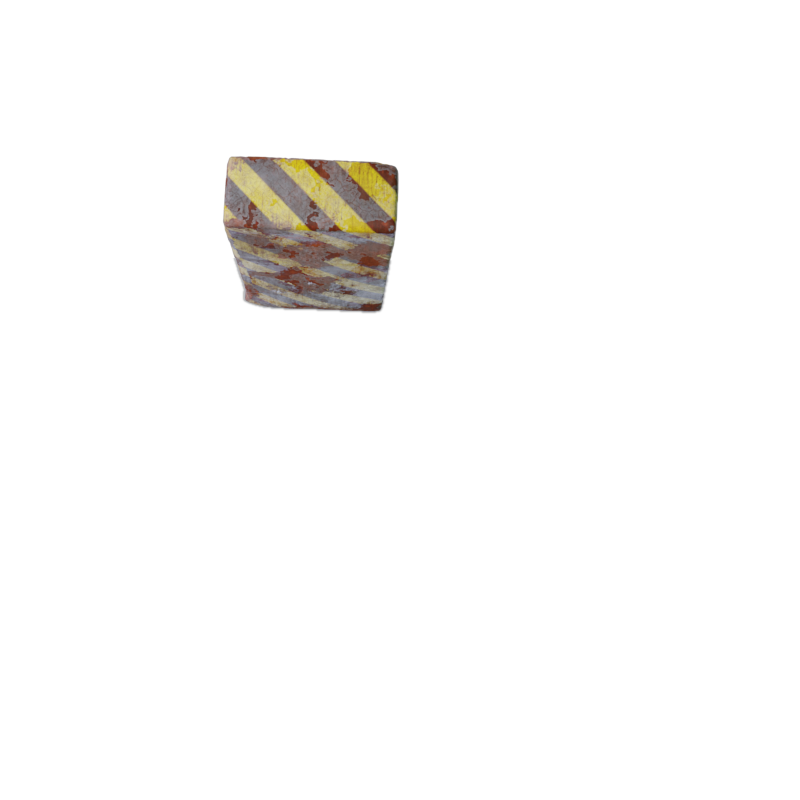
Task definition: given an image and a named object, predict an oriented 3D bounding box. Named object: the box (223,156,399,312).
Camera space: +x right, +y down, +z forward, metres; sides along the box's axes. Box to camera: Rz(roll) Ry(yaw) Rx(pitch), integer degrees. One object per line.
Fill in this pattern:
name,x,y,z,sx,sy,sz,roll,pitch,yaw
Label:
box,-0.052,-0.095,0.662,0.093,0.050,0.170,3,-13,-3
